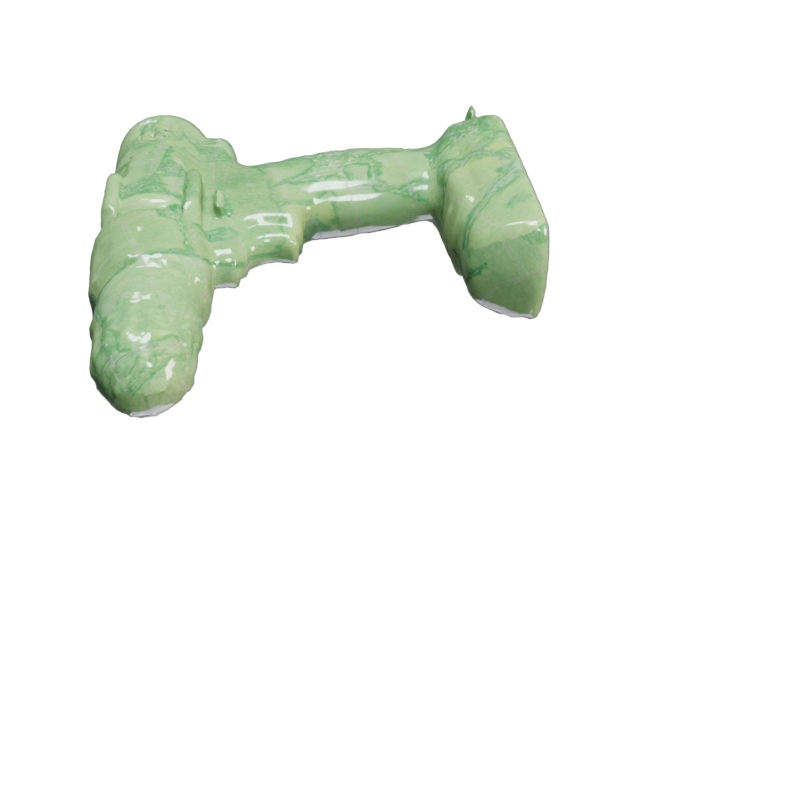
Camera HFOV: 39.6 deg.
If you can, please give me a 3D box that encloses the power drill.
[{"bbox_3d":[-0.037,-0.068,0.473,0.187,0.053,0.198,-3,41,-4],"label":"power drill"}]
